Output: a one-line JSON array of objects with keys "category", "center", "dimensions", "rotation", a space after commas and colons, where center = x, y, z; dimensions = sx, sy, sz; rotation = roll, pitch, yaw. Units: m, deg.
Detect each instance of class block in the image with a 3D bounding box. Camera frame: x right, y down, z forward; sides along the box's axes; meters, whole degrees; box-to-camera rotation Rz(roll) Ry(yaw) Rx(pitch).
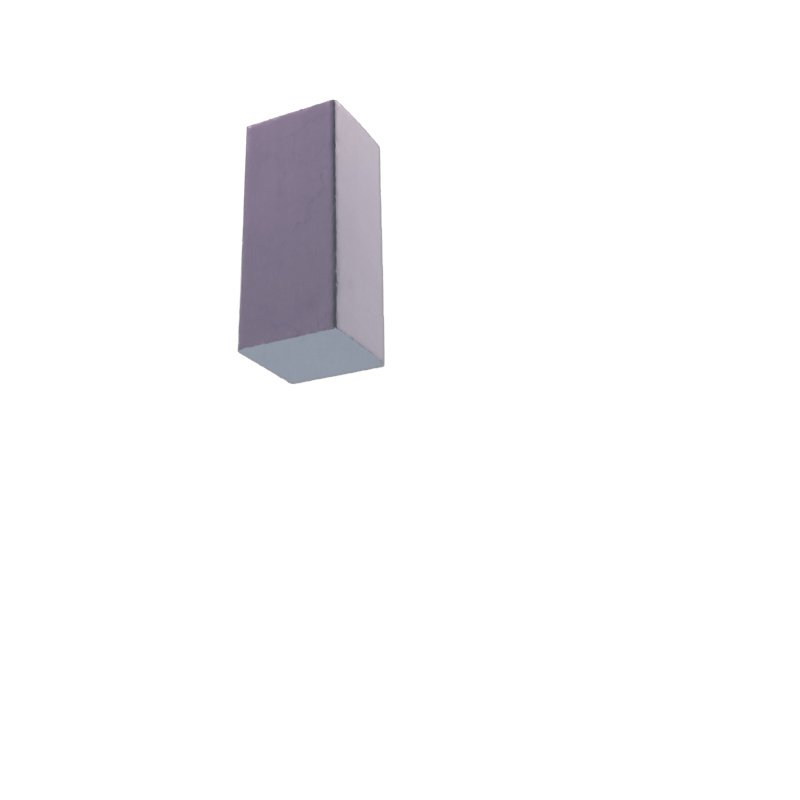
[{"category": "block", "center": [-0.071, -0.131, 0.917], "dimensions": [0.092, 0.218, 0.084], "rotation": [-13, -28, 23]}]
